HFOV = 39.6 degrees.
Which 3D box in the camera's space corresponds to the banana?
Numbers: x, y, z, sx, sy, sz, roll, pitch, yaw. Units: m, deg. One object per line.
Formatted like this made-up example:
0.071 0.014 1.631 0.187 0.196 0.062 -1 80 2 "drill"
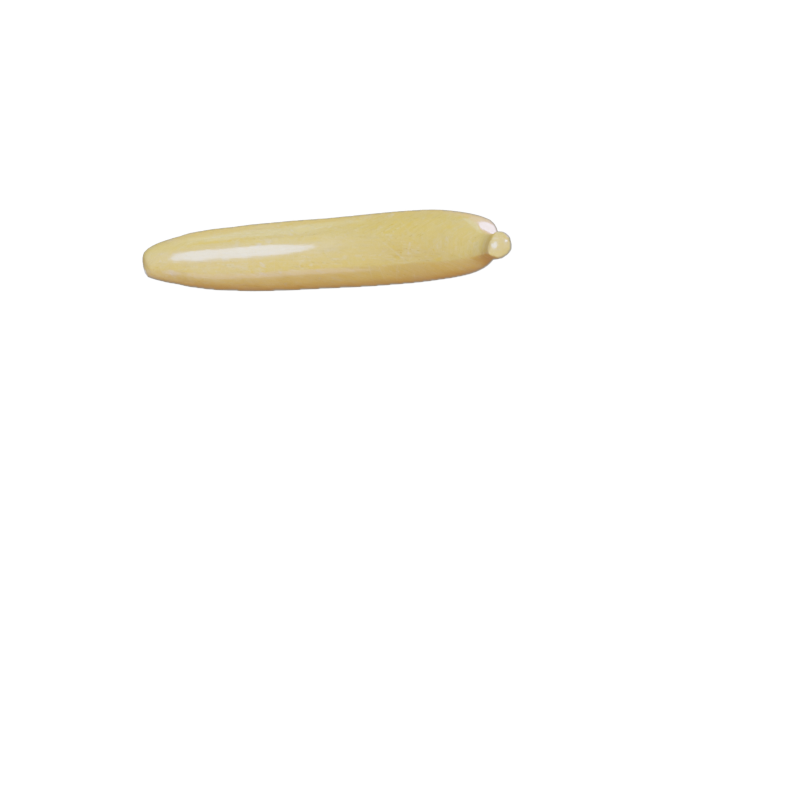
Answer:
-0.033 -0.078 0.567 0.203 0.038 0.066 -2 -6 23 "banana"
